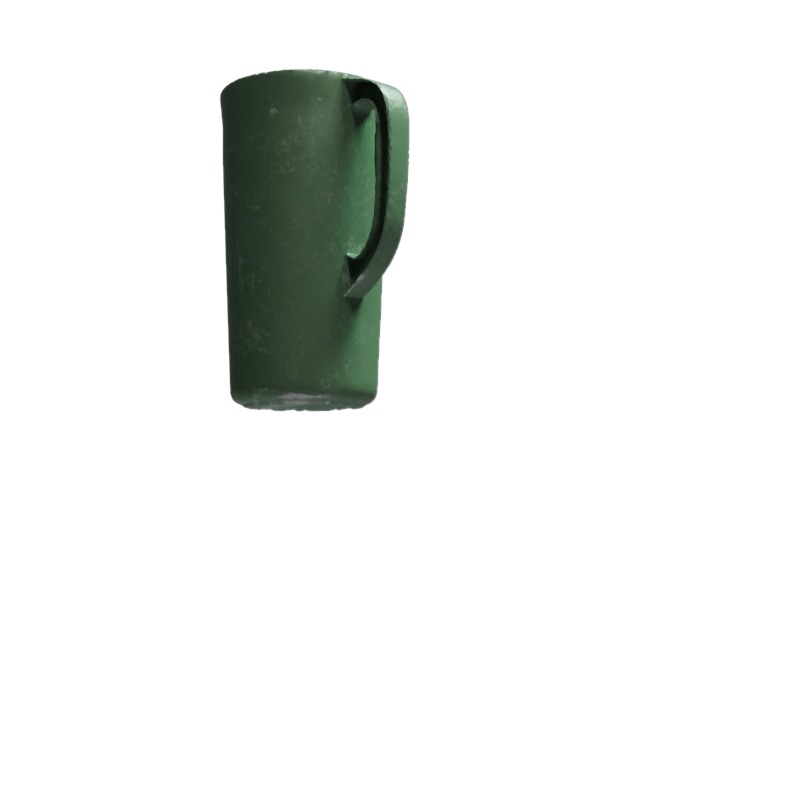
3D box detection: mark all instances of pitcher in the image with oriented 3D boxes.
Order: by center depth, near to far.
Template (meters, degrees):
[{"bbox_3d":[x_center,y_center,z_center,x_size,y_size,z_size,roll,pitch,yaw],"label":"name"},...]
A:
[{"bbox_3d":[-0.064,-0.117,0.822,0.146,0.250,0.145,-1,-10,3],"label":"pitcher"}]
